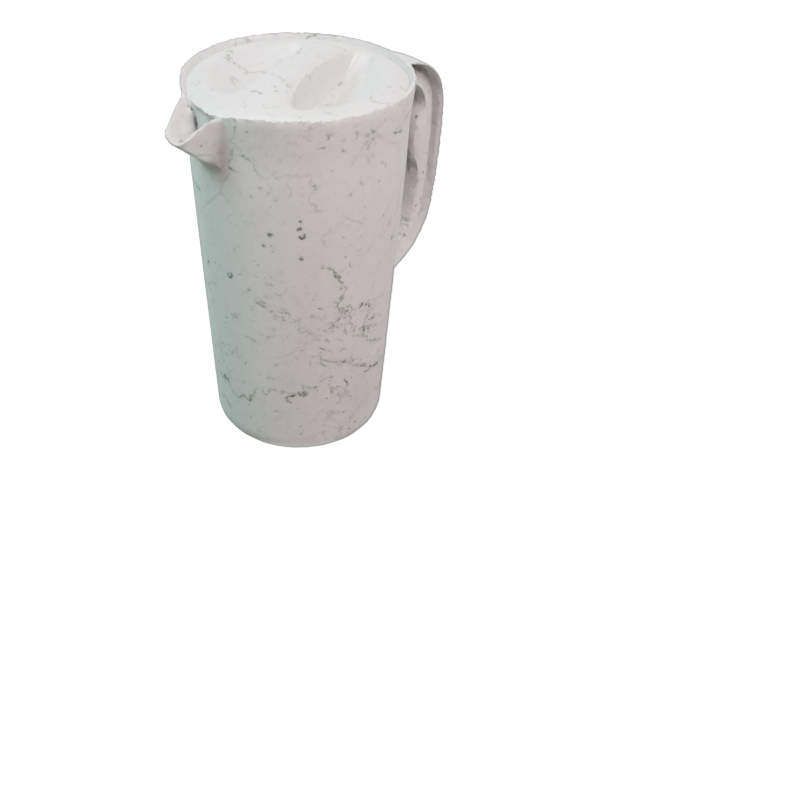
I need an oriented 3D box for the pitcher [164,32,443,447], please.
[{"bbox_3d":[-0.054,-0.098,0.686,0.150,0.228,0.153,4,35,3],"label":"pitcher"}]
